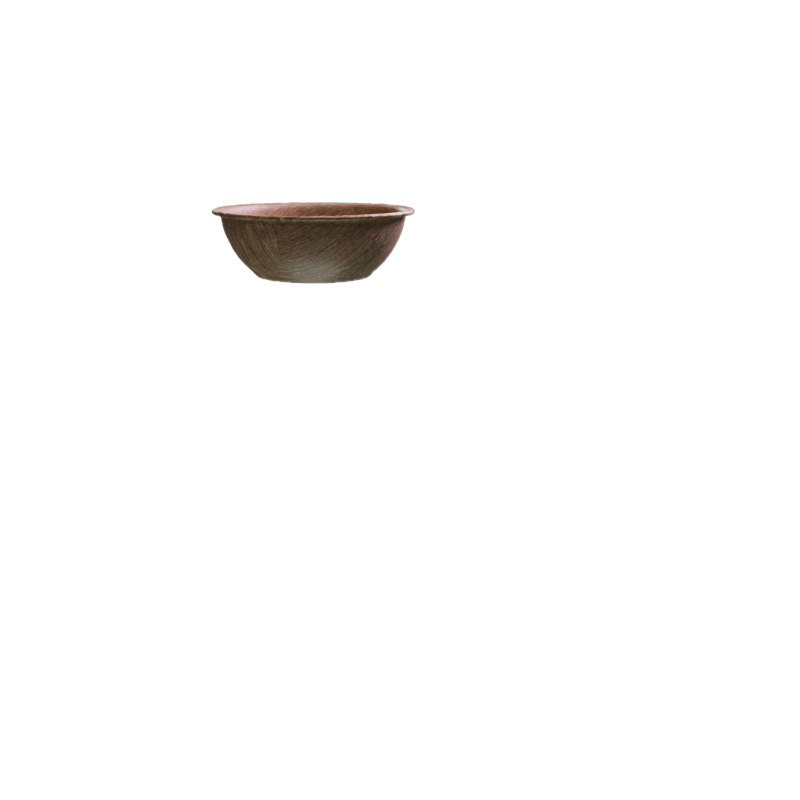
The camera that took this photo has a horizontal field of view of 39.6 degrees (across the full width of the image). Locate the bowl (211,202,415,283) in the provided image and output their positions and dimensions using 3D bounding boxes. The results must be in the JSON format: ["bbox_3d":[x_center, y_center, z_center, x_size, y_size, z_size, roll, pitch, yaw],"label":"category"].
[{"bbox_3d":[-0.069,-0.126,0.884,0.162,0.054,0.166,0,13,-2],"label":"bowl"}]
